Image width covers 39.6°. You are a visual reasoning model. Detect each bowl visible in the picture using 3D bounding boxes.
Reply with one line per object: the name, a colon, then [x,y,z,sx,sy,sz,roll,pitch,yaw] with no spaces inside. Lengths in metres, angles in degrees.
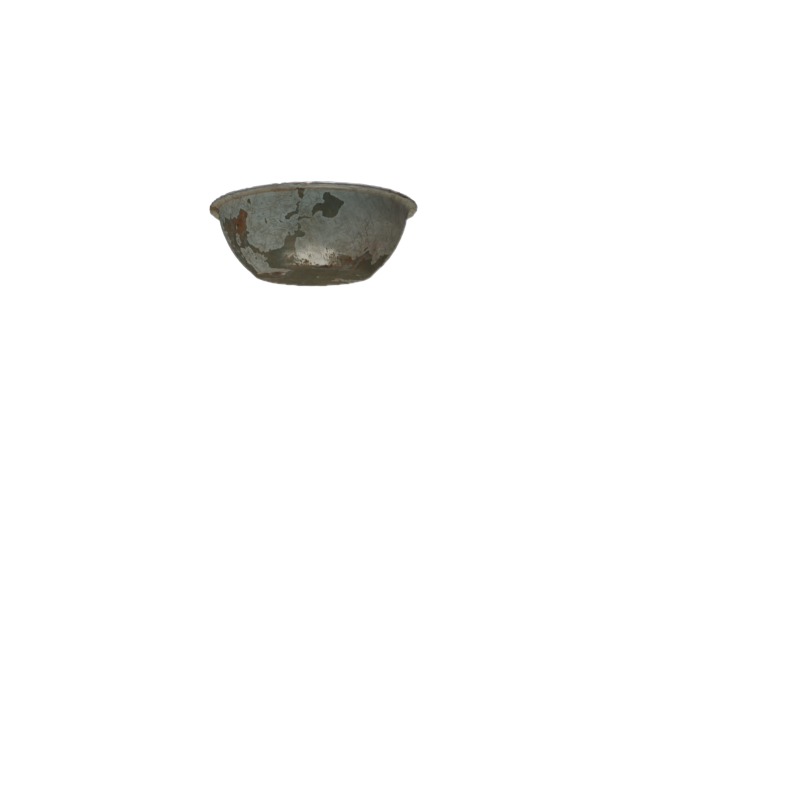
bowl: [-0.067,-0.122,0.857,0.162,0.056,0.159,0,-5,-2]
